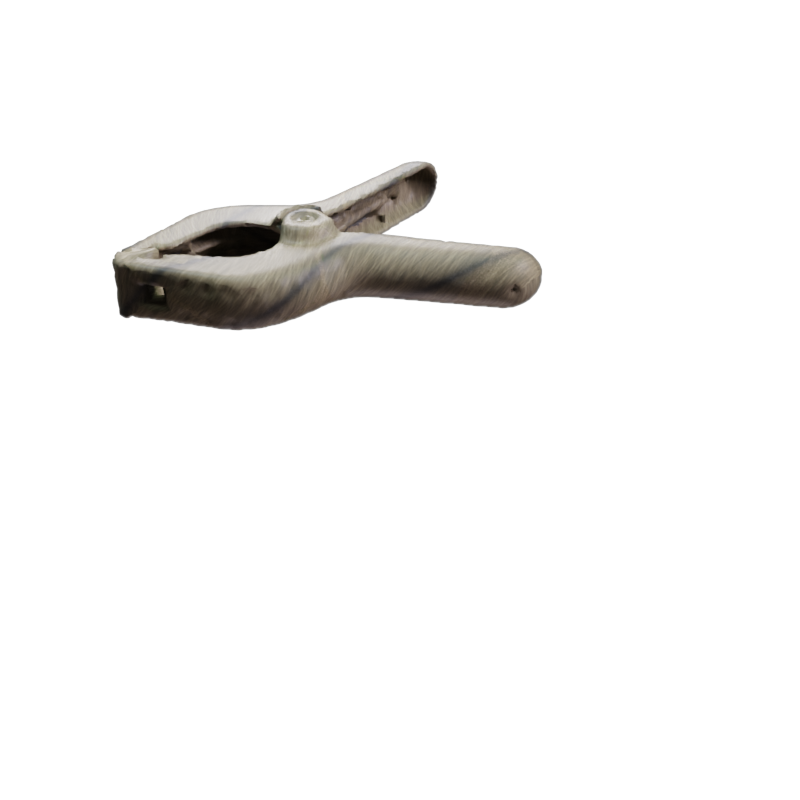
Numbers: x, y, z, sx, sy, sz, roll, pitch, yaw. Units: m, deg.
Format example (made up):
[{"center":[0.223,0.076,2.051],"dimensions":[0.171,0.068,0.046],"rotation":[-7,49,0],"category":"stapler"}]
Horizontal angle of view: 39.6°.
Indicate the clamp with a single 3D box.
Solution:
[{"center":[-0.038,-0.069,0.483],"dimensions":[0.169,0.037,0.128],"rotation":[-5,27,-9],"category":"clamp"}]
